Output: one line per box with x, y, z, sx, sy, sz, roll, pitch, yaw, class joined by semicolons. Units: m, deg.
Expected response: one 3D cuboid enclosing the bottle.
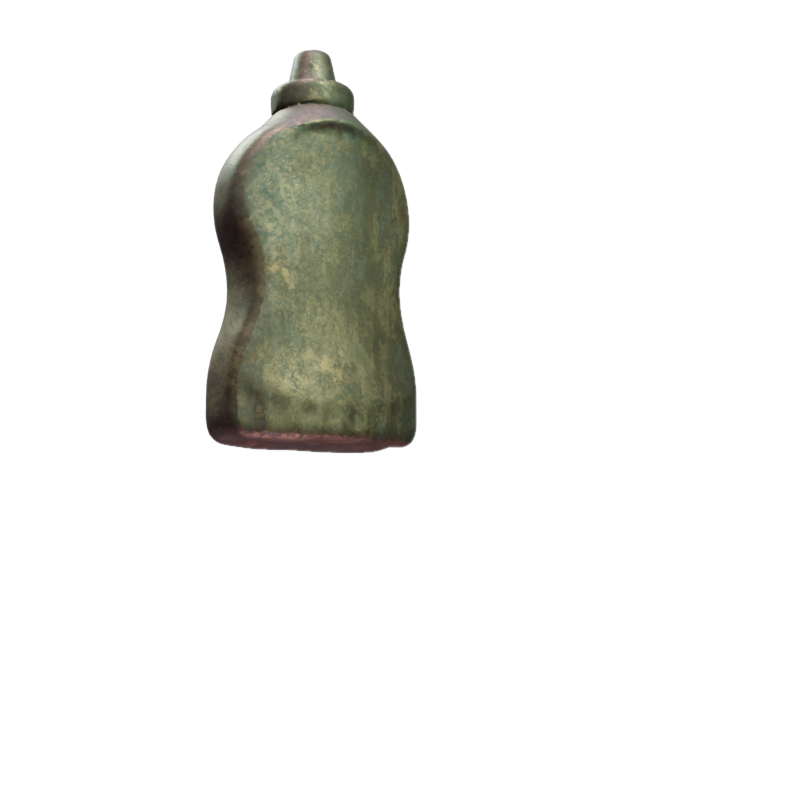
-0.041;-0.074;0.523;0.092;0.199;0.058;6;-17;-27;bottle
